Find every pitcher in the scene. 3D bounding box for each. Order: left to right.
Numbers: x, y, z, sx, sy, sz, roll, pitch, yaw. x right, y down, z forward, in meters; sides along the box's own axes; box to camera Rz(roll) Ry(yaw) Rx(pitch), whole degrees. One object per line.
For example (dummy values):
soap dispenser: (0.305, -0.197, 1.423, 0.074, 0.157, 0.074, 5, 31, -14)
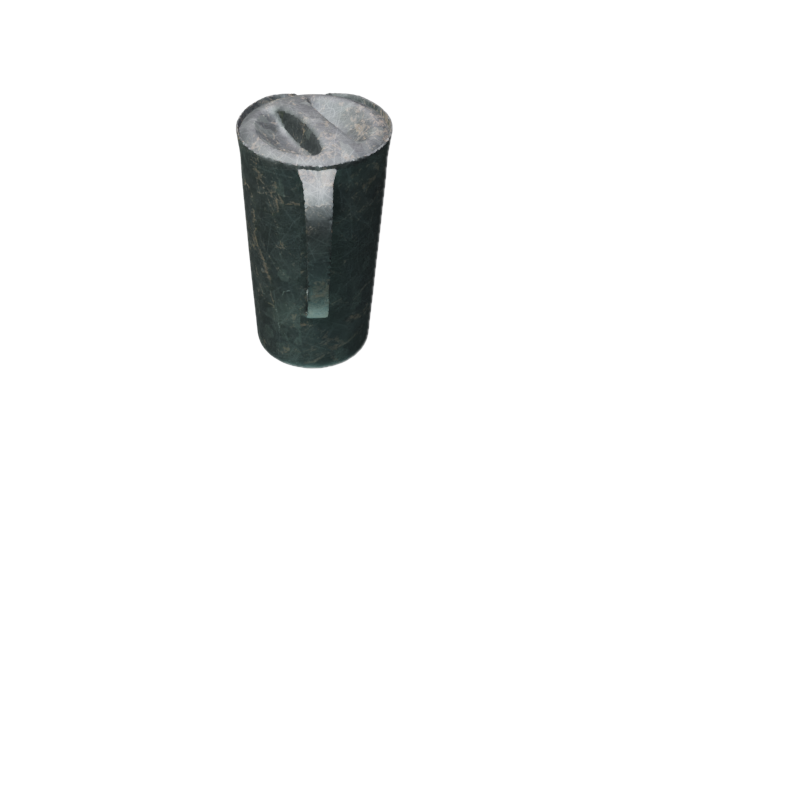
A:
pitcher: (-0.078, -0.143, 0.999, 0.154, 0.227, 0.150, 28, 45, 29)
